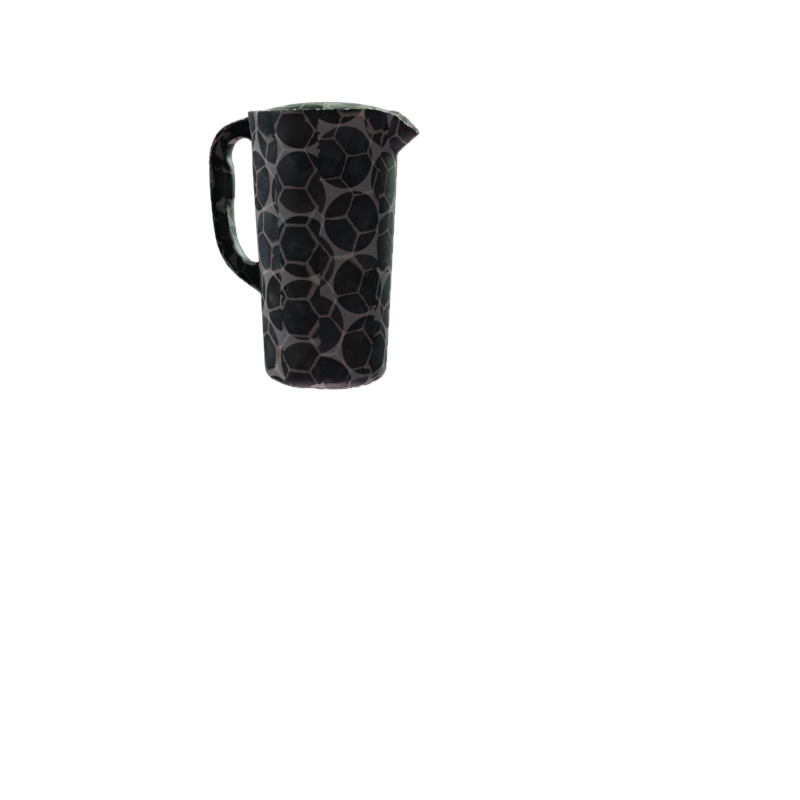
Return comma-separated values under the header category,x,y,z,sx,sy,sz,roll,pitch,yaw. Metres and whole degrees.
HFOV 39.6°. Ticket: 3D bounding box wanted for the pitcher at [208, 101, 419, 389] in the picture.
category,x,y,z,sx,sy,sz,roll,pitch,yaw
pitcher,-0.076,-0.139,0.972,0.141,0.239,0.156,-4,9,-31
